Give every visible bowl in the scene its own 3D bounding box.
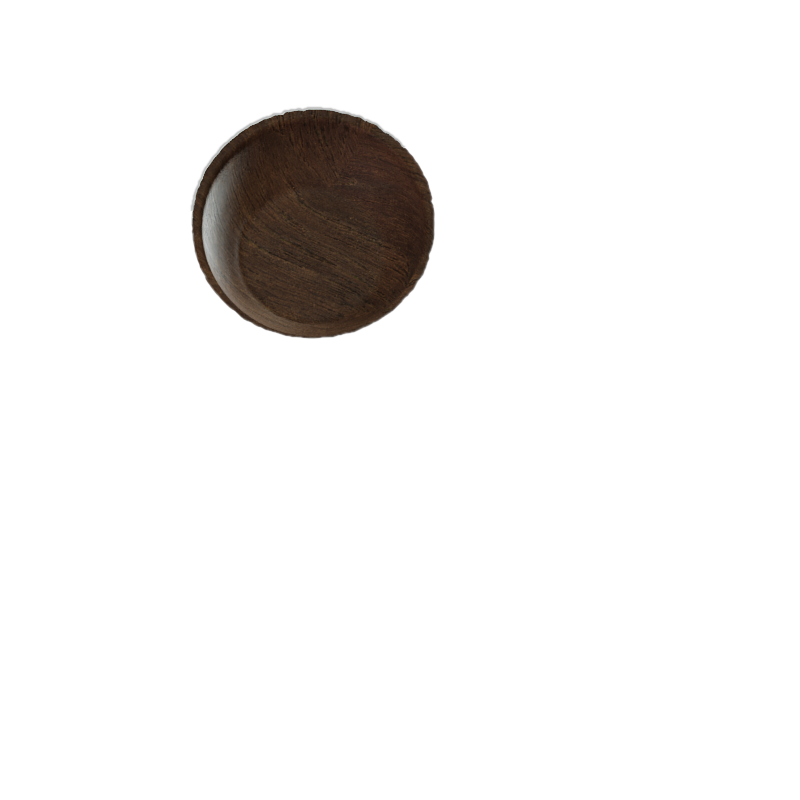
[{"bbox_3d":[-0.056,-0.101,0.709,0.162,0.154,0.058,1,23,-1],"label":"bowl"}]
